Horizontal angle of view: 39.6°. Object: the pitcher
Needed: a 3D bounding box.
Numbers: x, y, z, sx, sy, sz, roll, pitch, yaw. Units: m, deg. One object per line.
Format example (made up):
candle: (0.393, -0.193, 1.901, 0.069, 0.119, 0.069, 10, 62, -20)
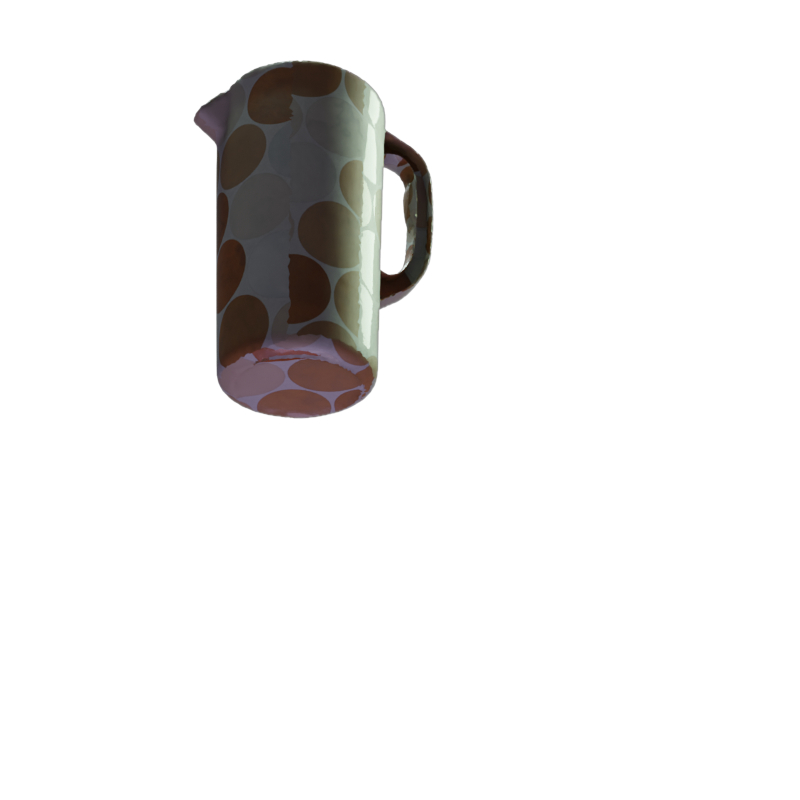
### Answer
pitcher: (-0.063, -0.115, 0.804, 0.151, 0.259, 0.134, -14, -33, 19)
